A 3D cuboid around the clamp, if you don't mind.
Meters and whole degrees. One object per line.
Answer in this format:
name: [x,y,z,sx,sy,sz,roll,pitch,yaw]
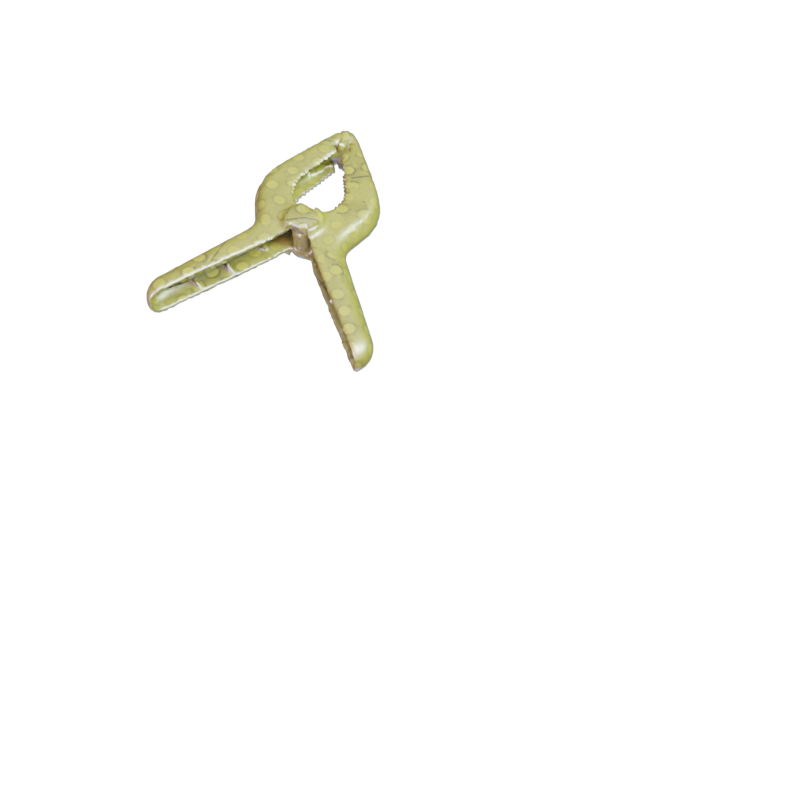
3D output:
clamp: [-0.063,-0.116,0.810,0.170,0.218,0.034,21,-35,15]
